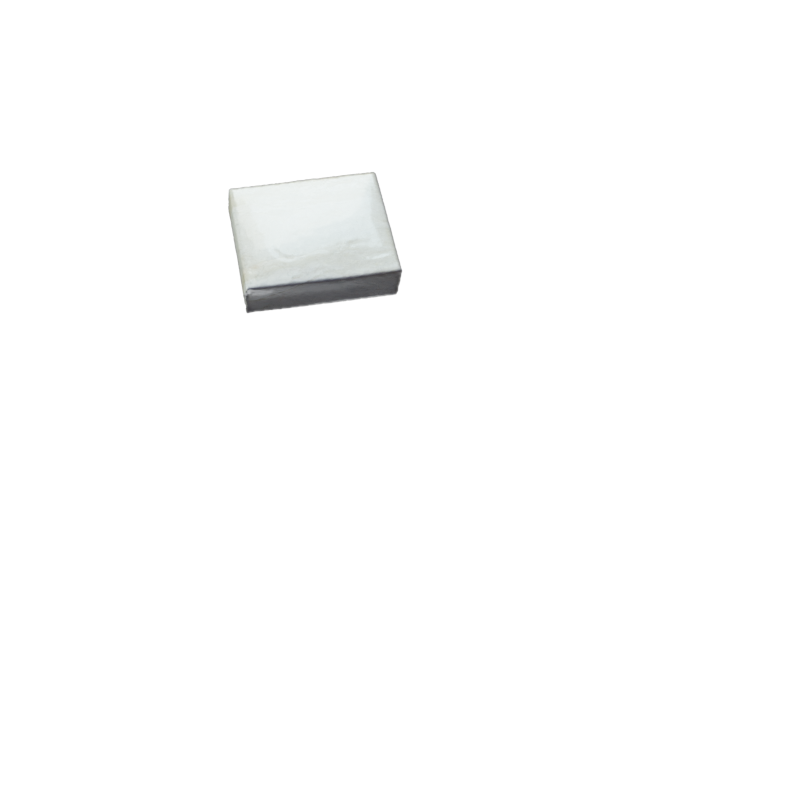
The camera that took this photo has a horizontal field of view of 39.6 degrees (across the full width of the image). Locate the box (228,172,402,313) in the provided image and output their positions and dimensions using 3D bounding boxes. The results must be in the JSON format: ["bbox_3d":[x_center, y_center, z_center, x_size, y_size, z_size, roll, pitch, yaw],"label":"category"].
[{"bbox_3d":[-0.063,-0.114,0.800,0.113,0.097,0.036,-9,-33,-7],"label":"box"}]
